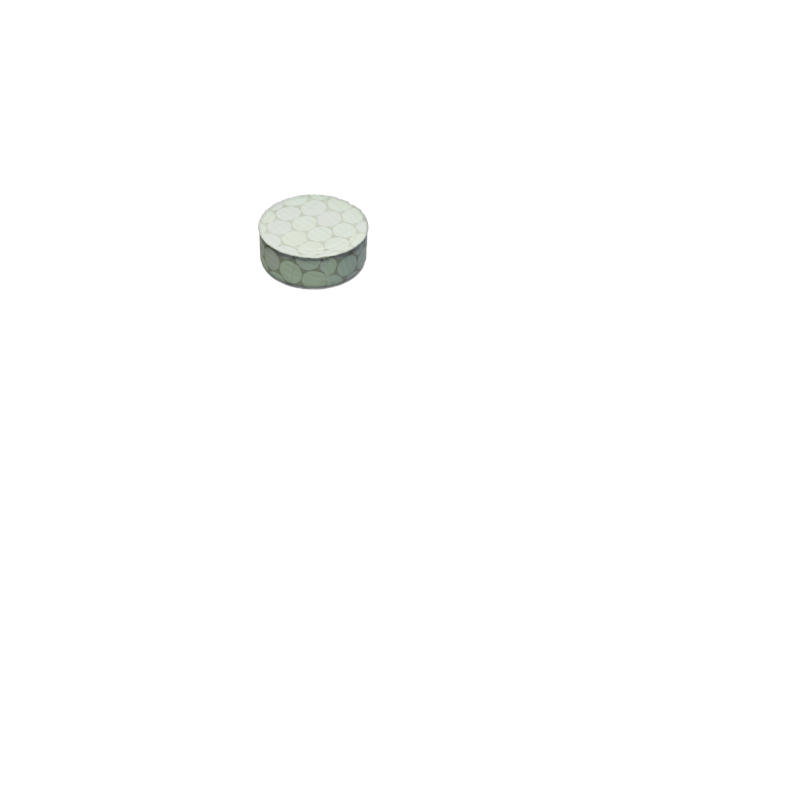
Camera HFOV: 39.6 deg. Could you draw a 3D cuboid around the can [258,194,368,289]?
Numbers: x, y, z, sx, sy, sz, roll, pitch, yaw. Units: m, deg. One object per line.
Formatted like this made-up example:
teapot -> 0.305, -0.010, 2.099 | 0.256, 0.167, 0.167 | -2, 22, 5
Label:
can -> -0.068, -0.124, 0.871 | 0.086, 0.031, 0.092 | -1, 40, -2
